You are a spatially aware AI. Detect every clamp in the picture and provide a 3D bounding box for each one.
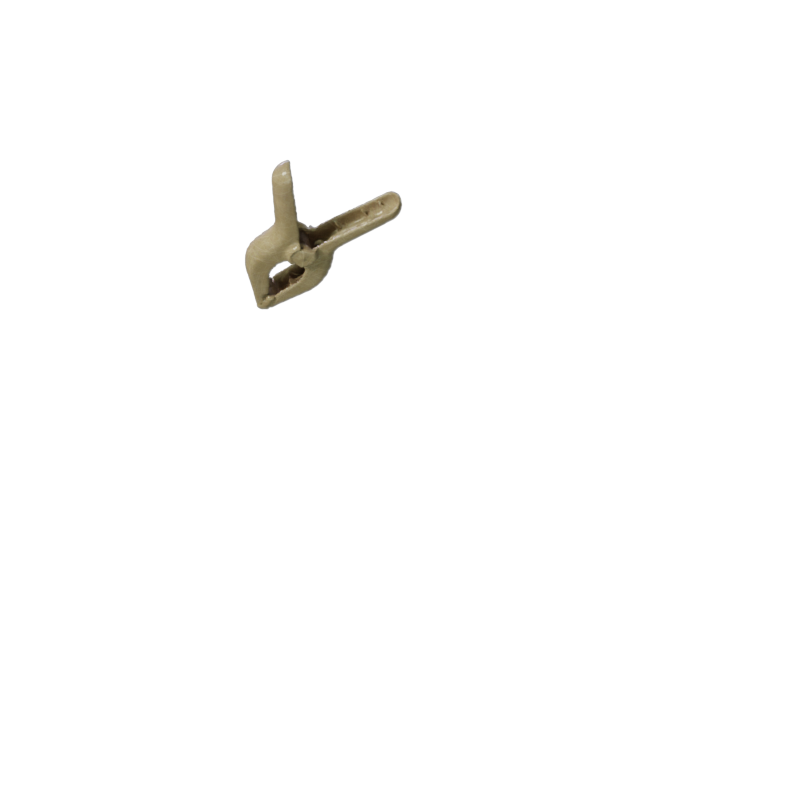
[{"bbox_3d":[-0.077,-0.140,0.983,0.117,0.042,0.164,13,-39,-17],"label":"clamp"}]
